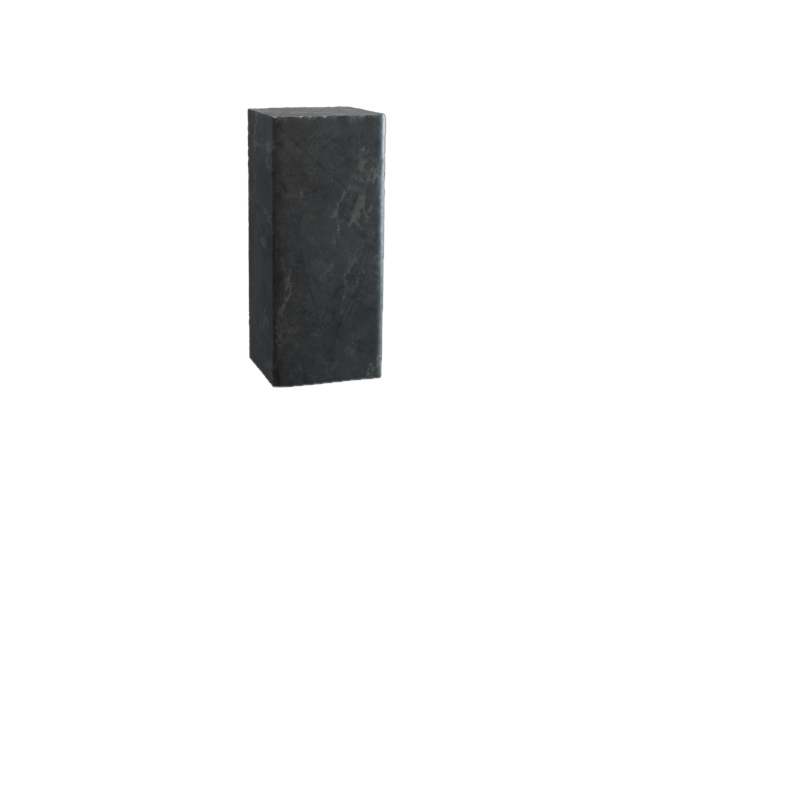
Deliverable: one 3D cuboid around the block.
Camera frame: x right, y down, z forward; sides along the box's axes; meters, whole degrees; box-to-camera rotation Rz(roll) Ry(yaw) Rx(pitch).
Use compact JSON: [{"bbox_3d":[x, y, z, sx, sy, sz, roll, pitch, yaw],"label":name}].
[{"bbox_3d":[-0.068,-0.125,0.874,0.088,0.201,0.095,-3,13,-19],"label":"block"}]
